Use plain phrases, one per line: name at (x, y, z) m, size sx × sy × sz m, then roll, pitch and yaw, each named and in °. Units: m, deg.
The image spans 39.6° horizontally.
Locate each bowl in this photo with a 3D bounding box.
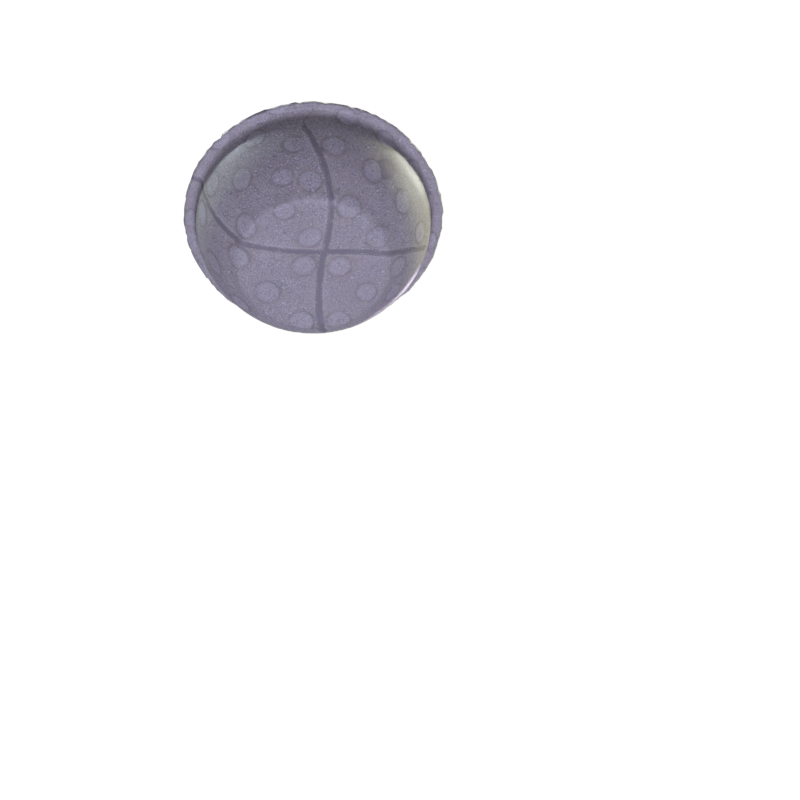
bowl at (-0.052, -0.096, 0.670) m, size 0.162 × 0.152 × 0.059 m, roll 1°, pitch 34°, yaw -1°
